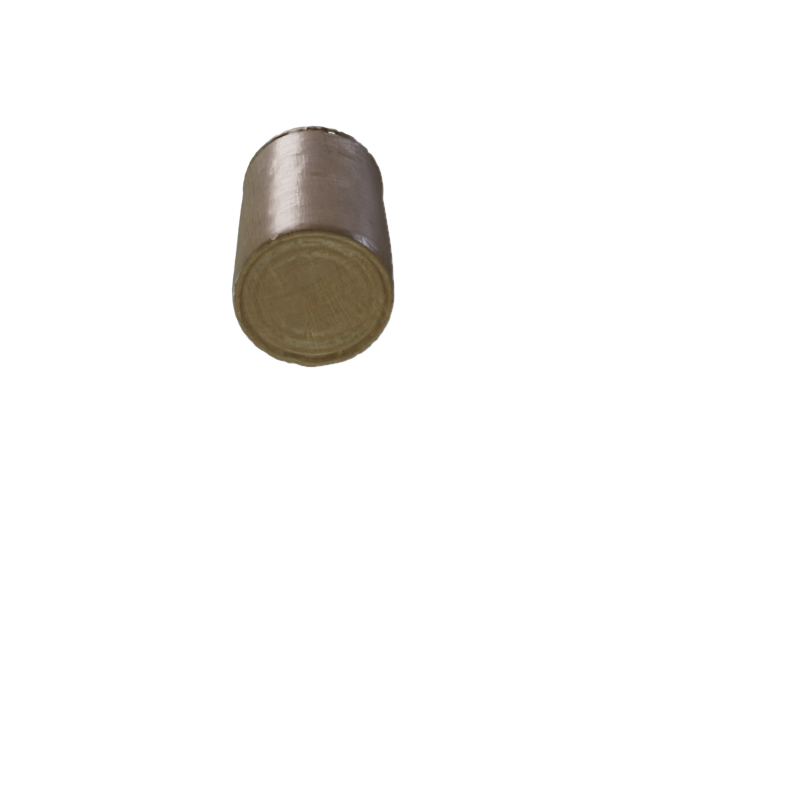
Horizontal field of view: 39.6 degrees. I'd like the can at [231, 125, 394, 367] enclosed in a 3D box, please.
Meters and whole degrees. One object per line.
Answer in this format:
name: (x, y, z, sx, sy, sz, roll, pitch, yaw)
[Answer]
can: (-0.038, -0.070, 0.490, 0.068, 0.064, 0.109, -1, 34, -3)
